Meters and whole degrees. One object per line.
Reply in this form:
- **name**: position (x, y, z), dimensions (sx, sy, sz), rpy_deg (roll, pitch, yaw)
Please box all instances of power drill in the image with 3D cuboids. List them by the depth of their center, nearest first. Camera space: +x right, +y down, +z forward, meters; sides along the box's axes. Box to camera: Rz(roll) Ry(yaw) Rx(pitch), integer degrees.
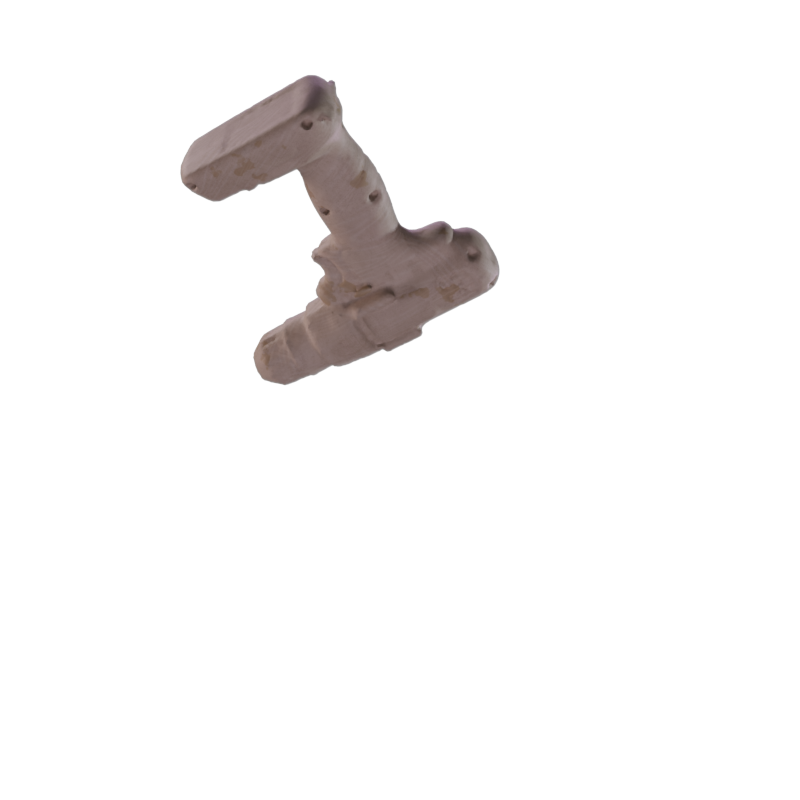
- **power drill**: position (-0.056, -0.102, 0.713), dimensions (0.184, 0.175, 0.061), rpy_deg (-27, 33, 19)
